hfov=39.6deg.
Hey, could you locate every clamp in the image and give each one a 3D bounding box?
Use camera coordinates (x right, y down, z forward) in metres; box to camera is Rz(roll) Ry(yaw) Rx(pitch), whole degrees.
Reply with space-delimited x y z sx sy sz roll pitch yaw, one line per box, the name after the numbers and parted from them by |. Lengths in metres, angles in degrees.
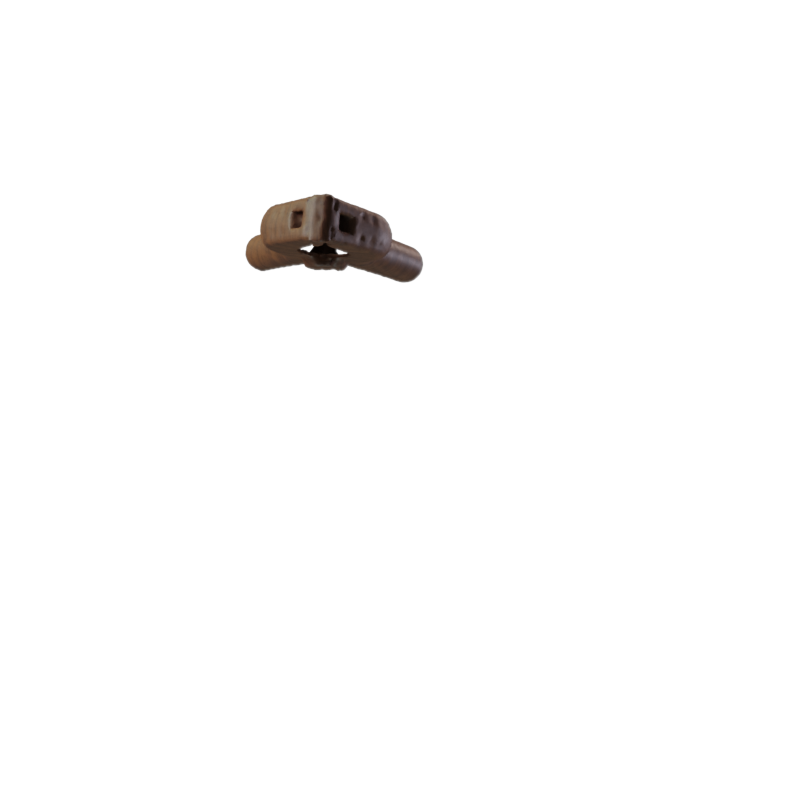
-0.055 -0.099 0.697 0.122 0.040 0.165 -1 -5 10 | clamp
